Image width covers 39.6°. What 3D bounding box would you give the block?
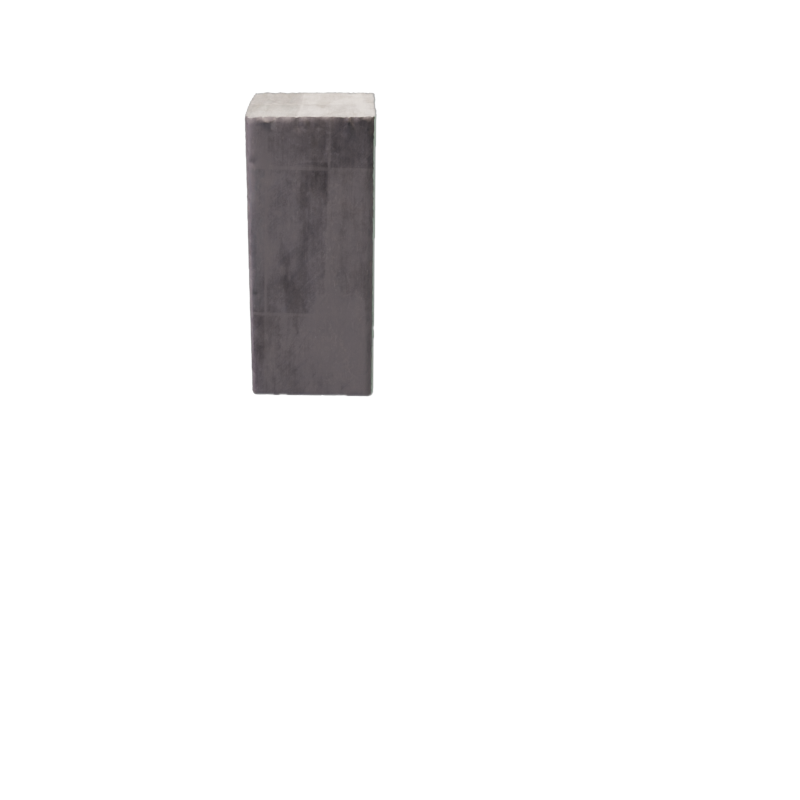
[{"bbox_3d":[-0.064,-0.116,0.812,0.091,0.197,0.094,1,20,-1],"label":"block"}]
